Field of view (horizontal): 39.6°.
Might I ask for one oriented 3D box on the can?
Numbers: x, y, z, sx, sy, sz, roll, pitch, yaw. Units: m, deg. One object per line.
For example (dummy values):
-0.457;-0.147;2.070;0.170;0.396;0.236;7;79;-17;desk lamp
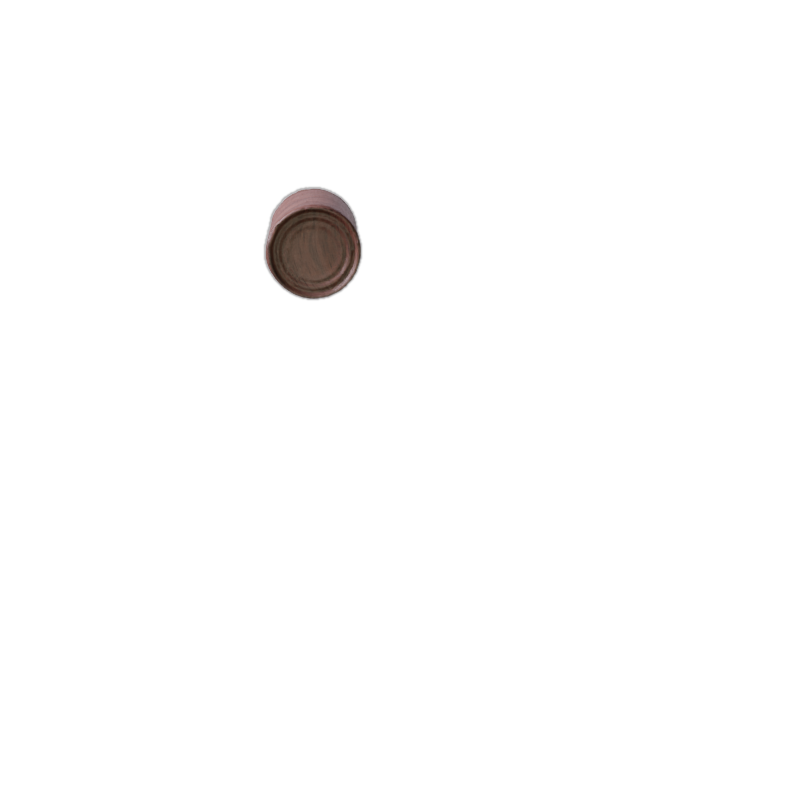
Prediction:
-0.063;-0.116;0.810;0.068;0.067;0.105;0;14;-3;can
